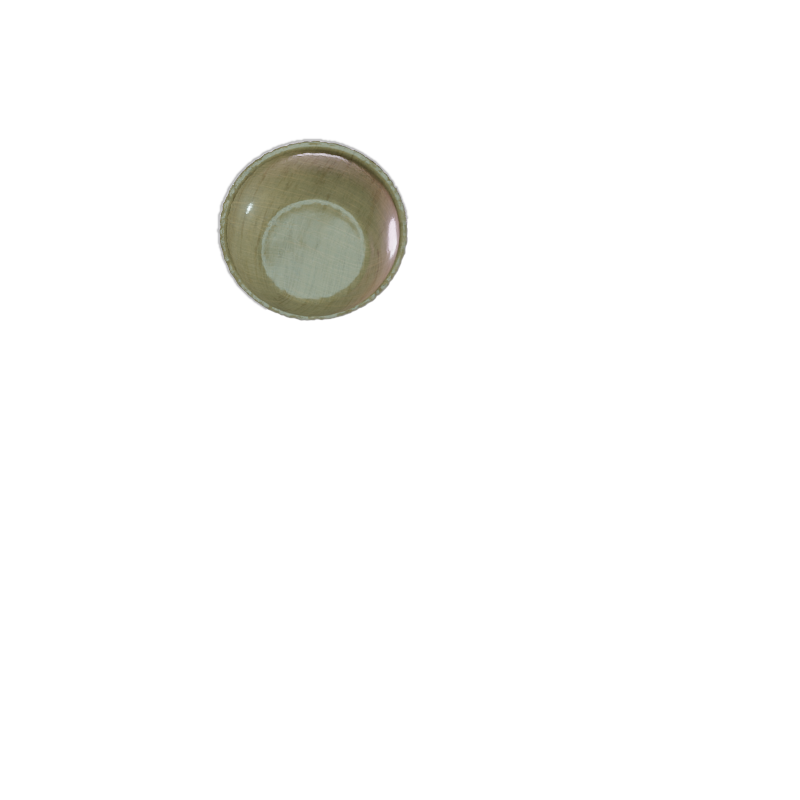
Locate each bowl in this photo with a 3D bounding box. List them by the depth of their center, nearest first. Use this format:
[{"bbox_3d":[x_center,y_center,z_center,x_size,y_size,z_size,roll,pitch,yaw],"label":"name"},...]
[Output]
[{"bbox_3d":[-0.072,-0.132,0.923,0.162,0.155,0.057,0,19,-1],"label":"bowl"}]
